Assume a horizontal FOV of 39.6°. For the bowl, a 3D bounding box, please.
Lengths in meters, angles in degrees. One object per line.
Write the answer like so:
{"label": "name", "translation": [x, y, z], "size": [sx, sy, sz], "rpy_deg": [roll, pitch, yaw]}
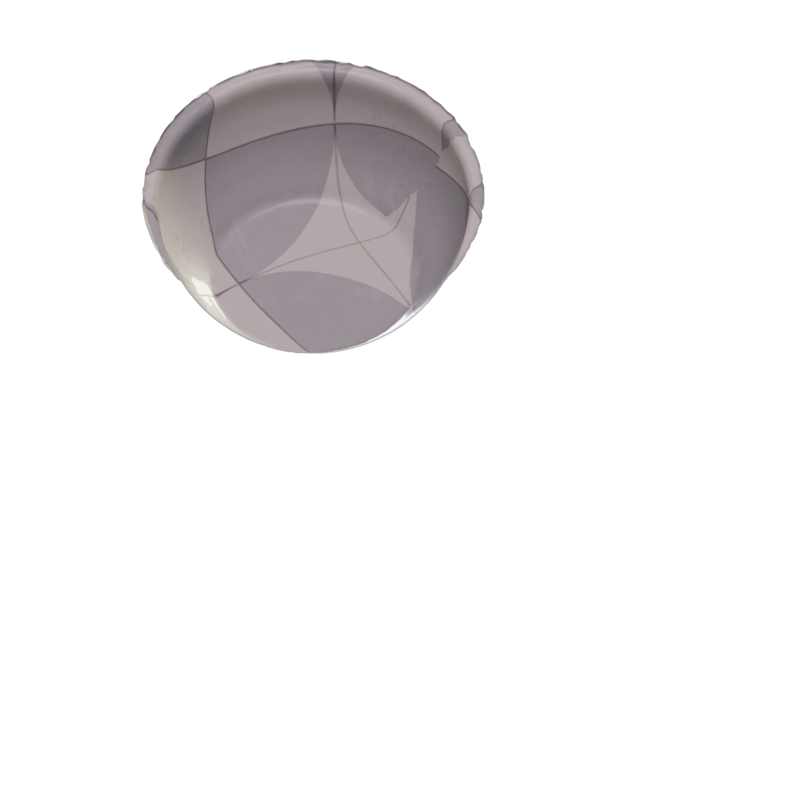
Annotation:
{"label": "bowl", "translation": [-0.040, -0.072, 0.507], "size": [0.162, 0.151, 0.059], "rpy_deg": [1, 43, -1]}
